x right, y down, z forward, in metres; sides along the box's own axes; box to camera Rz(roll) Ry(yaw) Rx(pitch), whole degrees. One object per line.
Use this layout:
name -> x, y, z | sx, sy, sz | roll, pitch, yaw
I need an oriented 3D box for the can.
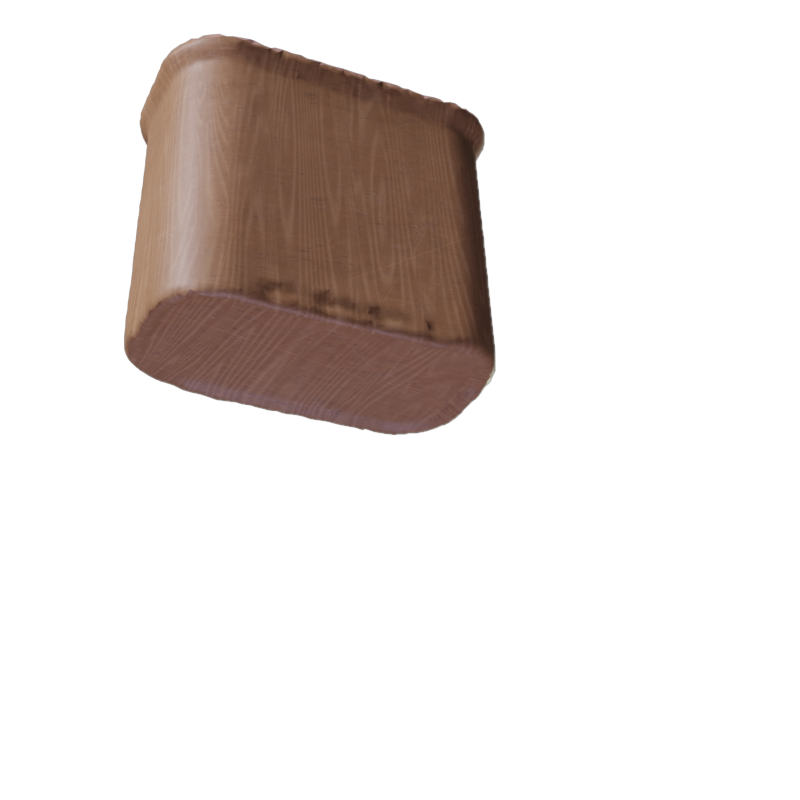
can -> -0.024, -0.044, 0.312 | 0.098, 0.090, 0.056 | 12, -36, -21
